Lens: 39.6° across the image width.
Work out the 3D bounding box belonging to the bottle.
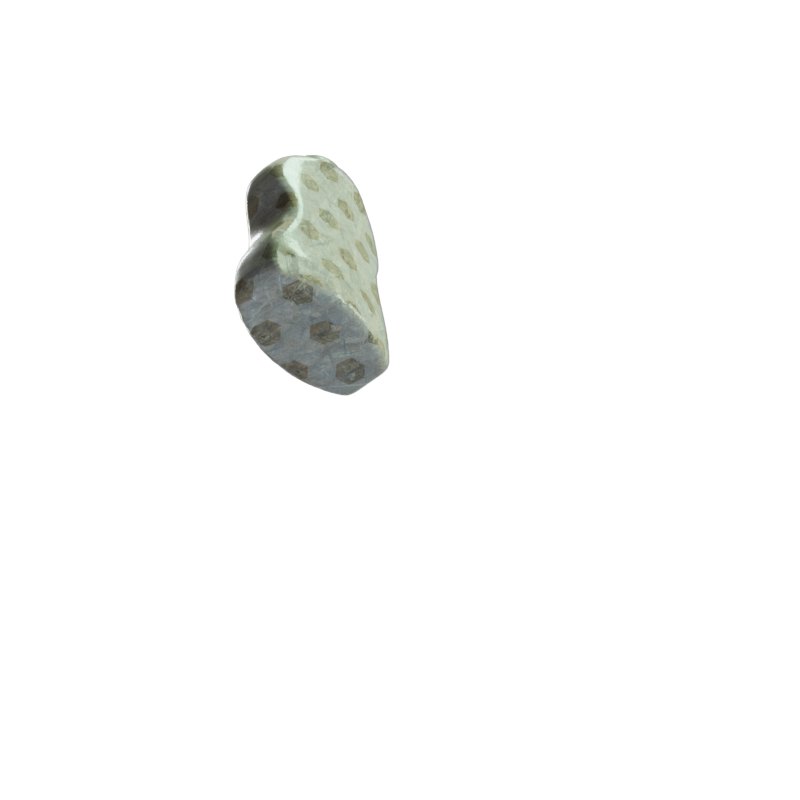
[{"bbox_3d":[-0.053,-0.095,0.669,0.058,0.205,0.091,-39,-59,23],"label":"bottle"}]
